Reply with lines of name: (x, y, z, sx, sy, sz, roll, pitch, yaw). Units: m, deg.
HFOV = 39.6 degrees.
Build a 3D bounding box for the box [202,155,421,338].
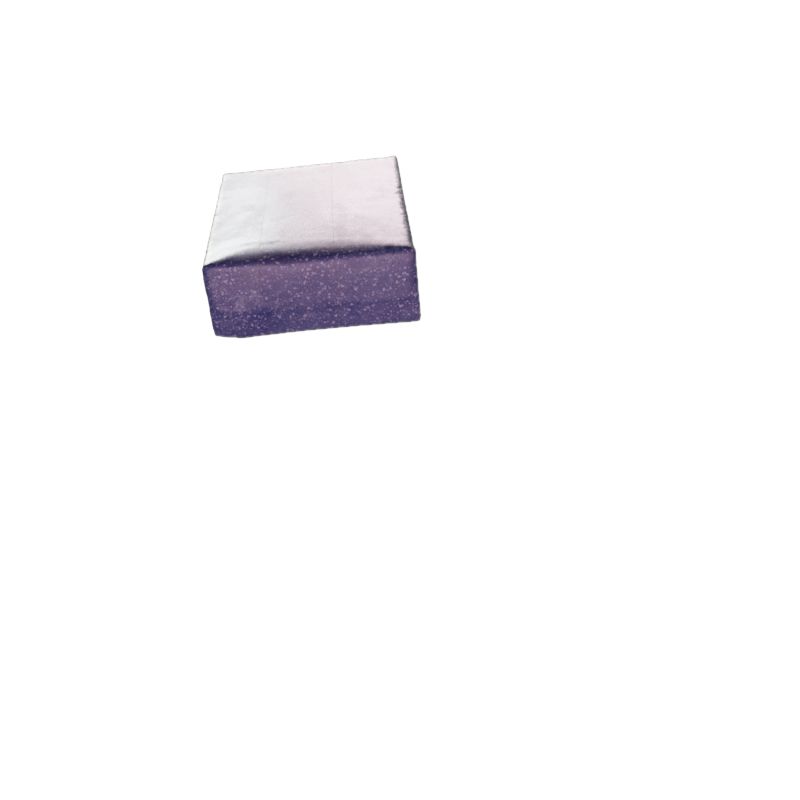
box: (-0.073, -0.134, 0.938, 0.164, 0.068, 0.226, -6, 29, 0)
